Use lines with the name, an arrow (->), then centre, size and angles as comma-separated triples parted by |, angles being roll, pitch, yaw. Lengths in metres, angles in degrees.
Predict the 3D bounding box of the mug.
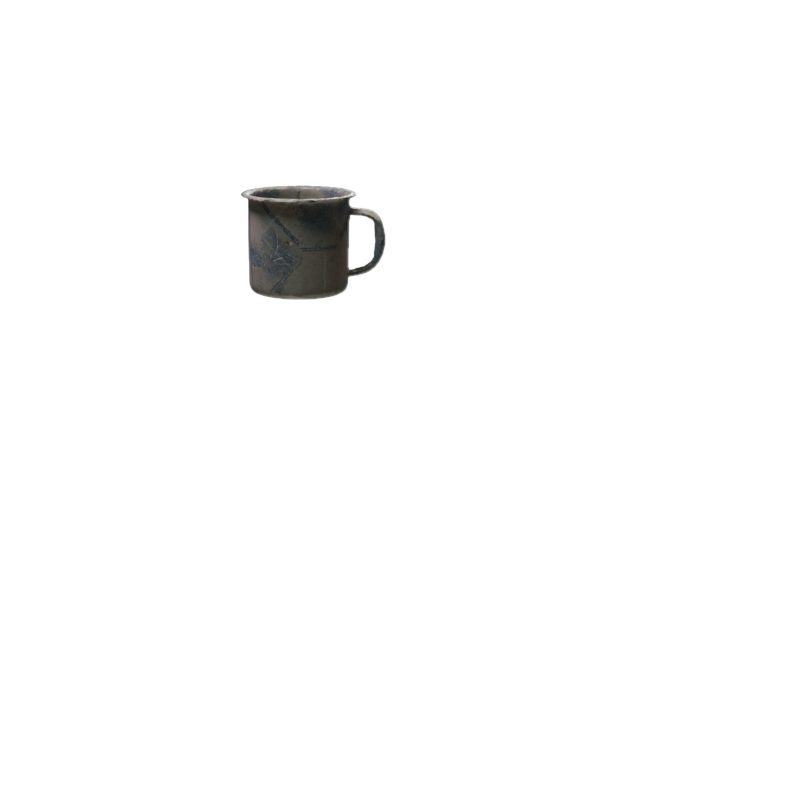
mug -> -0.071, -0.129, 0.903 | 0.117, 0.079, 0.096 | 0, 14, 0
